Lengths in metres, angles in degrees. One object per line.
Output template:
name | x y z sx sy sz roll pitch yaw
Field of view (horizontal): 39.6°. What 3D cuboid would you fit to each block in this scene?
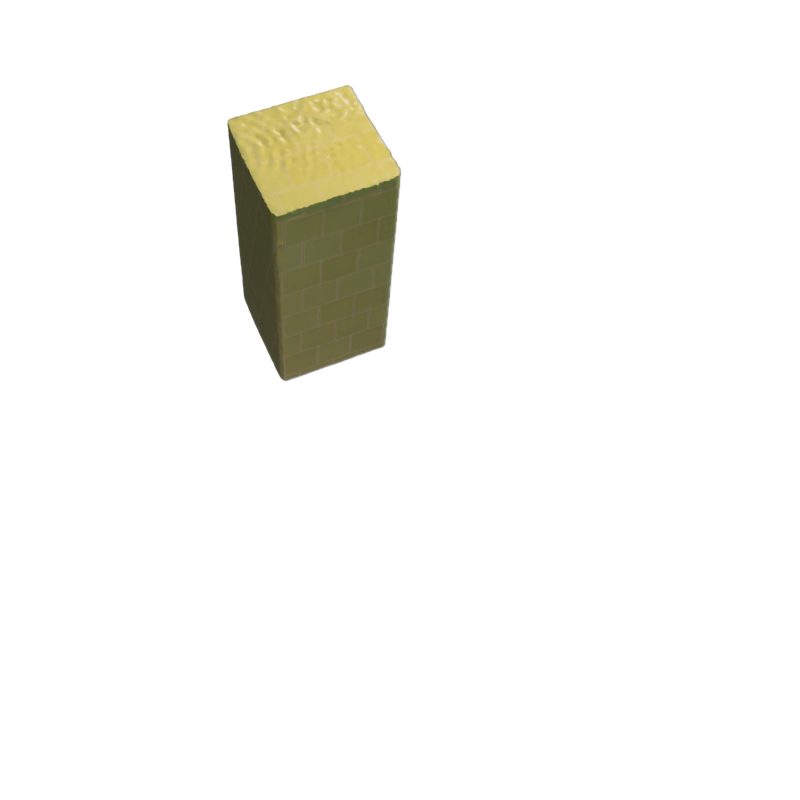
block | -0.062 -0.113 0.792 0.090 0.097 0.193 -19 -29 -15
